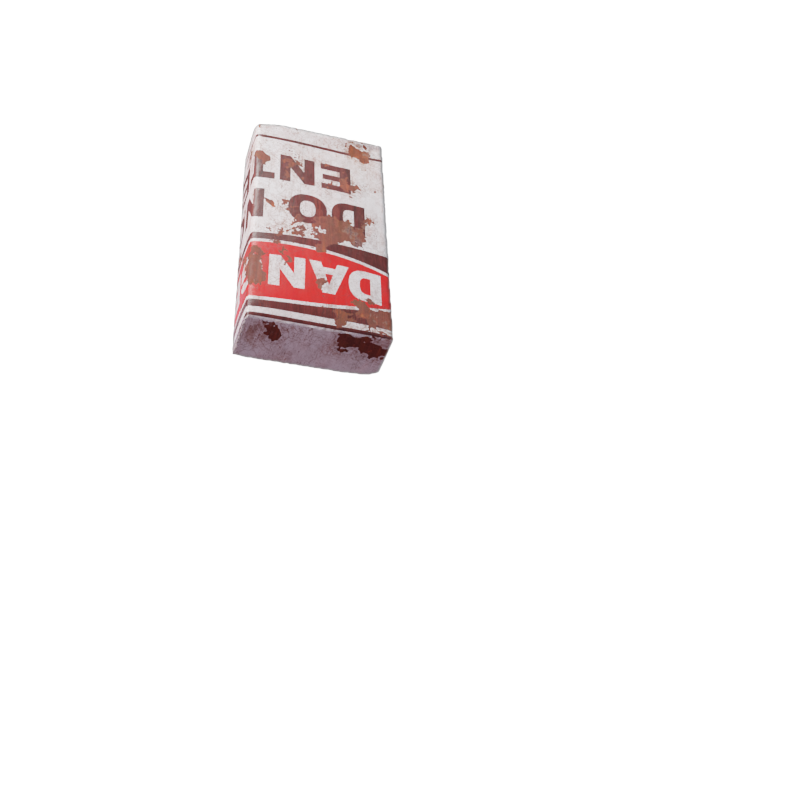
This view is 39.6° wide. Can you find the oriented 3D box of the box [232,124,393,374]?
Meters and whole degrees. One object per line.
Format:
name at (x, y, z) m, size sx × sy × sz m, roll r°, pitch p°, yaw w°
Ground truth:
box at (-0.057, -0.103, 0.721) m, size 0.091 × 0.189 × 0.046 m, roll 8°, pitch -39°, yaw -14°
